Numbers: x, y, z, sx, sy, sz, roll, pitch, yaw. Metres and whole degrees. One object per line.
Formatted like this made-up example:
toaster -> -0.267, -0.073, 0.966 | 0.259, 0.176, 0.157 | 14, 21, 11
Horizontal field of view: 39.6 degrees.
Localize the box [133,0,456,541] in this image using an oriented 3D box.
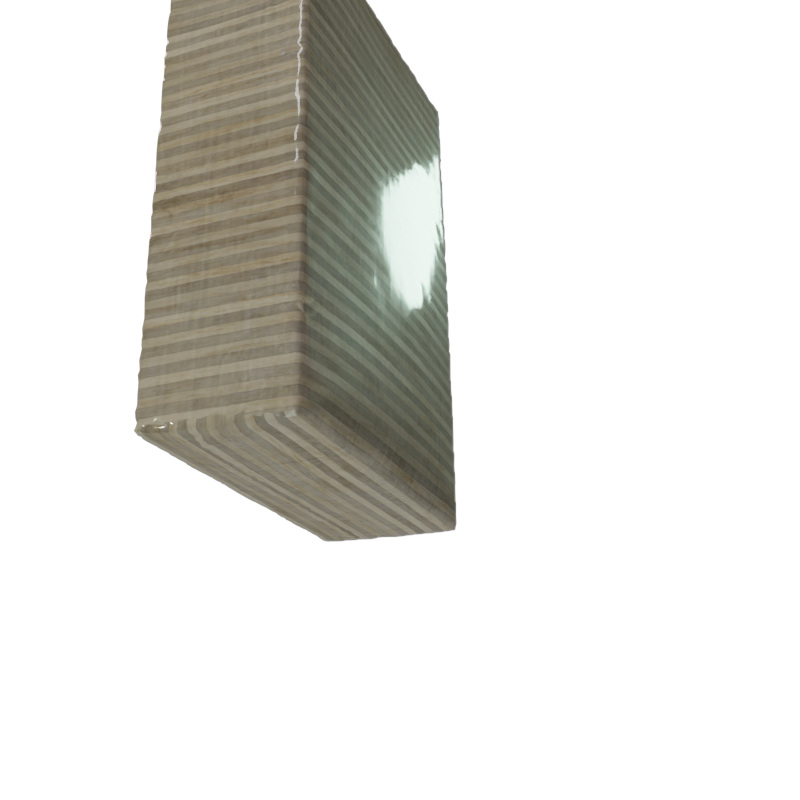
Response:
box -> -0.036, -0.066, 0.461 | 0.073, 0.226, 0.153 | -11, -26, 19
